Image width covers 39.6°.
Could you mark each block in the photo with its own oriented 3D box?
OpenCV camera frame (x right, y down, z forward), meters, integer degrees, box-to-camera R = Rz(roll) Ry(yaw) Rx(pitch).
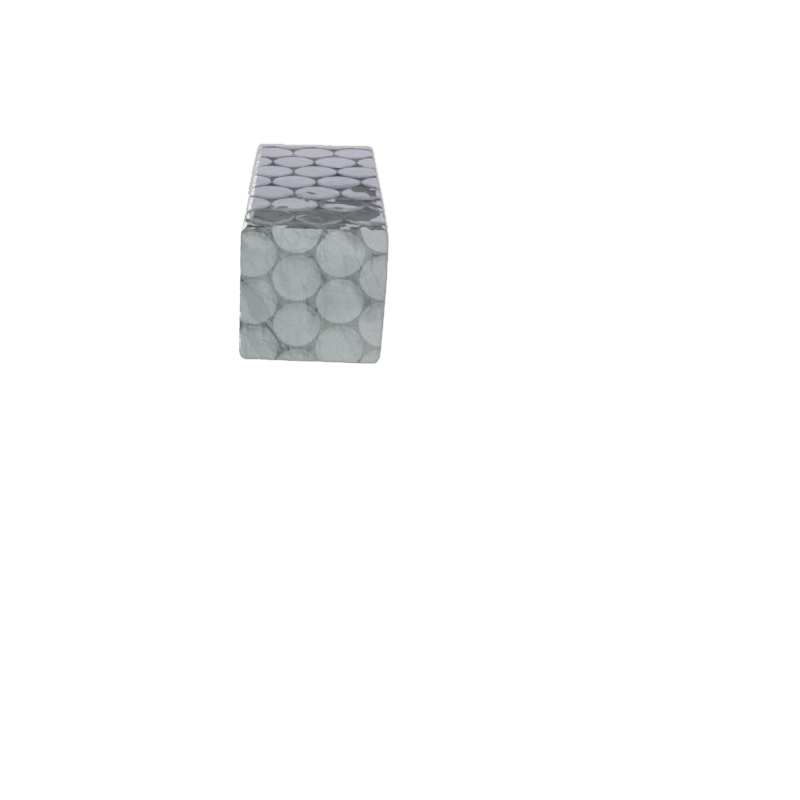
[{"bbox_3d":[-0.060,-0.110,0.774,0.090,0.086,0.217,1,25,-4],"label":"block"}]
